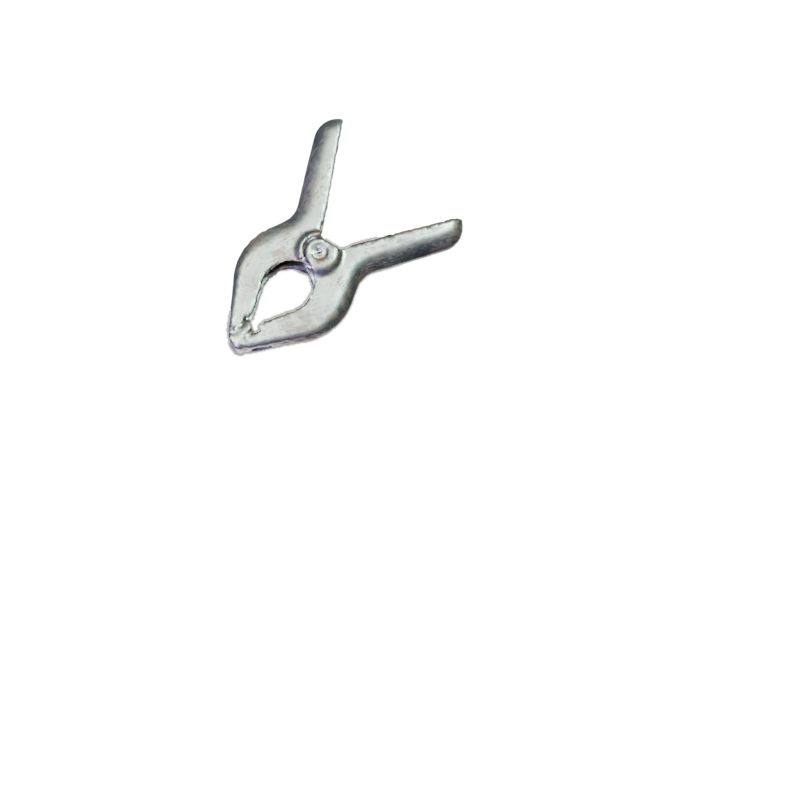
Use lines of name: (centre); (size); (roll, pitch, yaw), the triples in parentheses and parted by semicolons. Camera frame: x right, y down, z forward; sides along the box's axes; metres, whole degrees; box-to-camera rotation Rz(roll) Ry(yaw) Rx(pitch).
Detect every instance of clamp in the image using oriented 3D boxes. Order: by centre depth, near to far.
clamp: (-0.057, -0.104, 0.730); (0.172, 0.126, 0.037); (-38, -17, -14)
